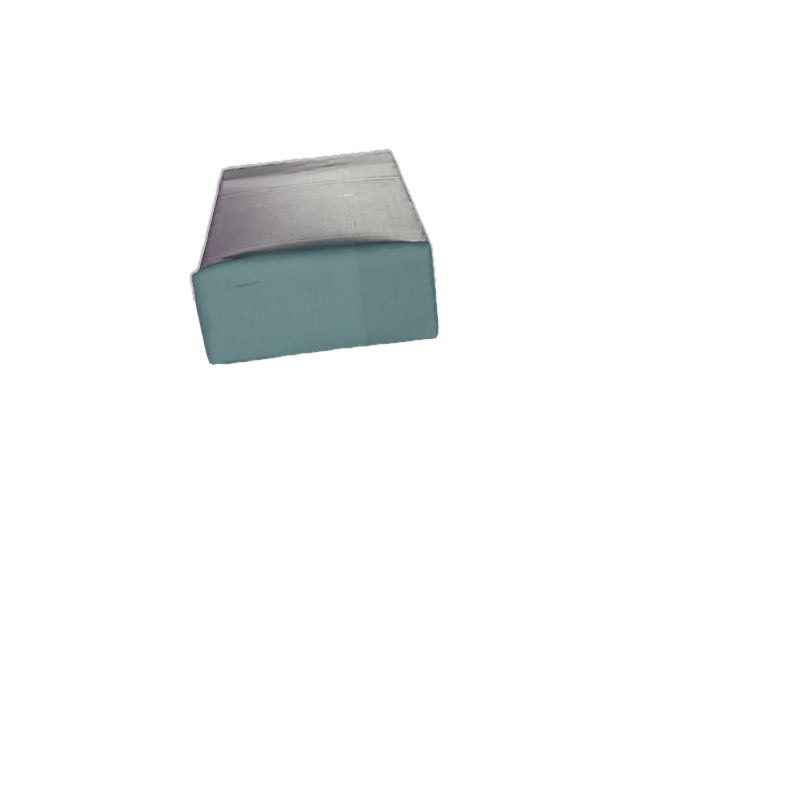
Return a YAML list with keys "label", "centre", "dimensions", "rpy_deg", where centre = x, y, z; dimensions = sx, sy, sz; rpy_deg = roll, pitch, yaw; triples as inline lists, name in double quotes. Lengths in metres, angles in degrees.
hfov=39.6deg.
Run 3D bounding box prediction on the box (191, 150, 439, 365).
- label: "box"
  centre: [-0.039, -0.072, 0.505]
  dimensions: [0.093, 0.046, 0.184]
  rpy_deg: [-7, 21, -1]
